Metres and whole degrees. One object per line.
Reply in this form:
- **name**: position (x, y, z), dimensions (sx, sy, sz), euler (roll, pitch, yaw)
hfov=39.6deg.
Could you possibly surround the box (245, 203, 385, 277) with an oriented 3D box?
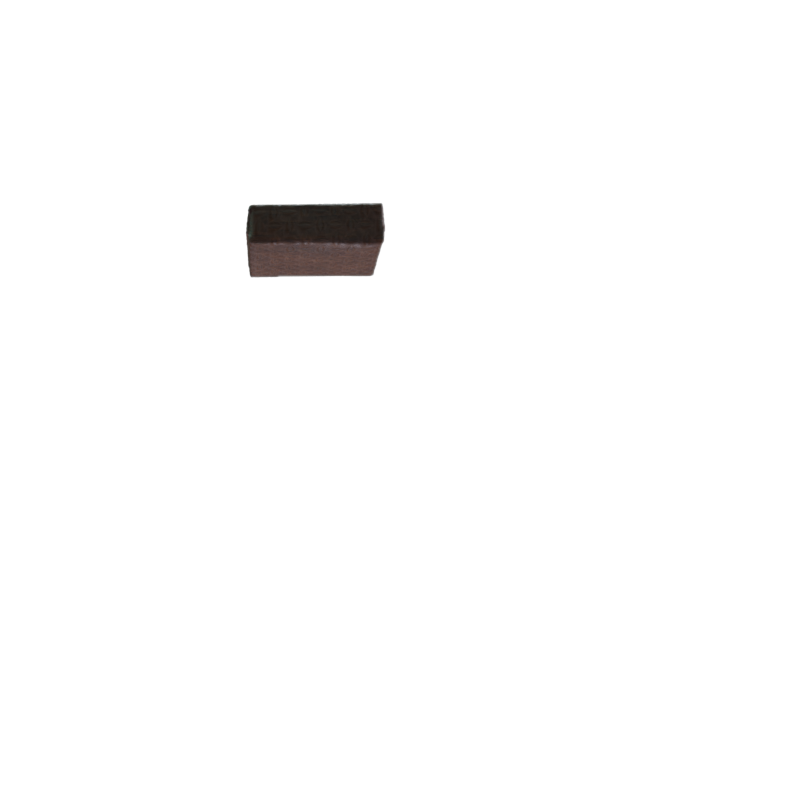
- **box**: position (-0.074, -0.134, 0.939), dimensions (0.113, 0.040, 0.087), euler (1, -13, -5)
